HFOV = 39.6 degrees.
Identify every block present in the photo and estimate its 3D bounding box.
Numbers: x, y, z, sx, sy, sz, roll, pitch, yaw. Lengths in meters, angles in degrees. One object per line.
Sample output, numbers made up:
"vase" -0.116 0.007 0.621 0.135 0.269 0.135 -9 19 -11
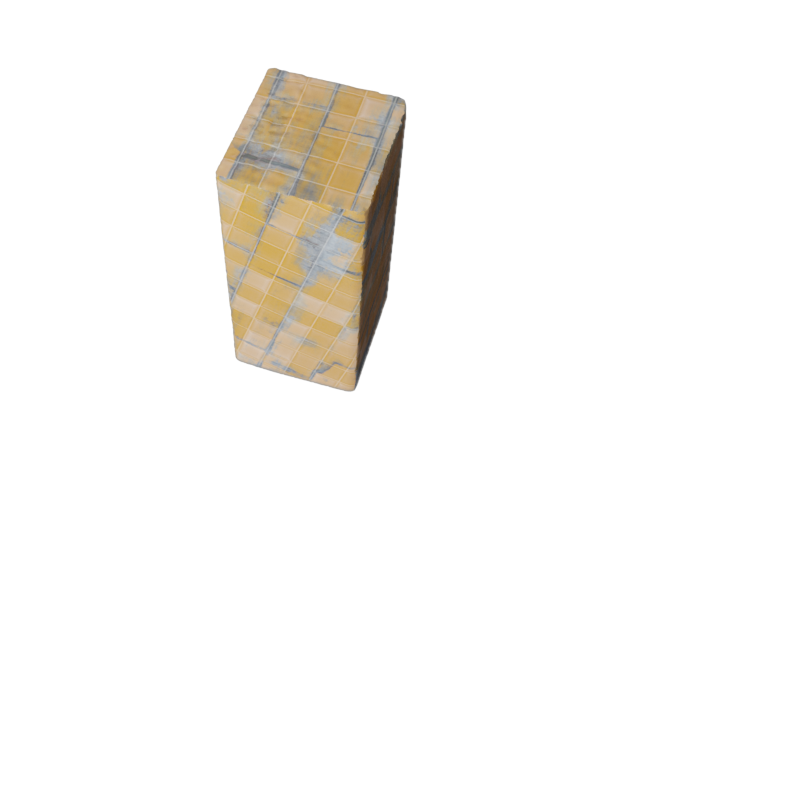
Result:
"block" -0.055 -0.101 0.712 0.092 0.095 0.193 16 -31 6
